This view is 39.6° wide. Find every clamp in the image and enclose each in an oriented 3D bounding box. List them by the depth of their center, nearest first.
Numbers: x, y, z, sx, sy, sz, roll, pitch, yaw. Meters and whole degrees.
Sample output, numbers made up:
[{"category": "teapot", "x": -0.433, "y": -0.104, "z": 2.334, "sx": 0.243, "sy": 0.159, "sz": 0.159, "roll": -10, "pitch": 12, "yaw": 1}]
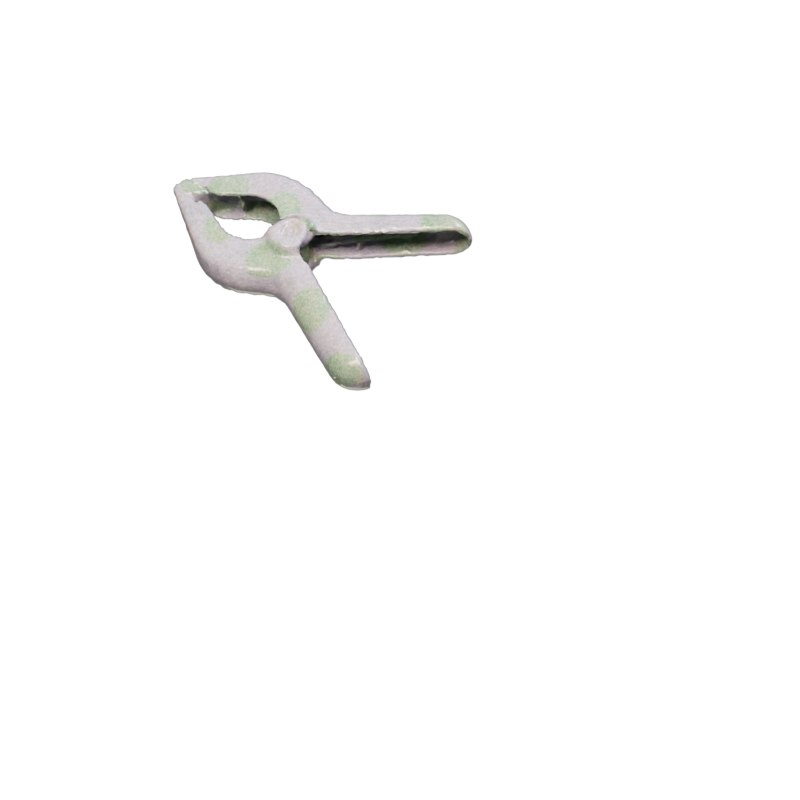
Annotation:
[{"category": "clamp", "x": -0.049, "y": -0.089, "z": 0.627, "sx": 0.181, "sy": 0.037, "sz": 0.122, "roll": 35, "pitch": 60, "yaw": 24}]
